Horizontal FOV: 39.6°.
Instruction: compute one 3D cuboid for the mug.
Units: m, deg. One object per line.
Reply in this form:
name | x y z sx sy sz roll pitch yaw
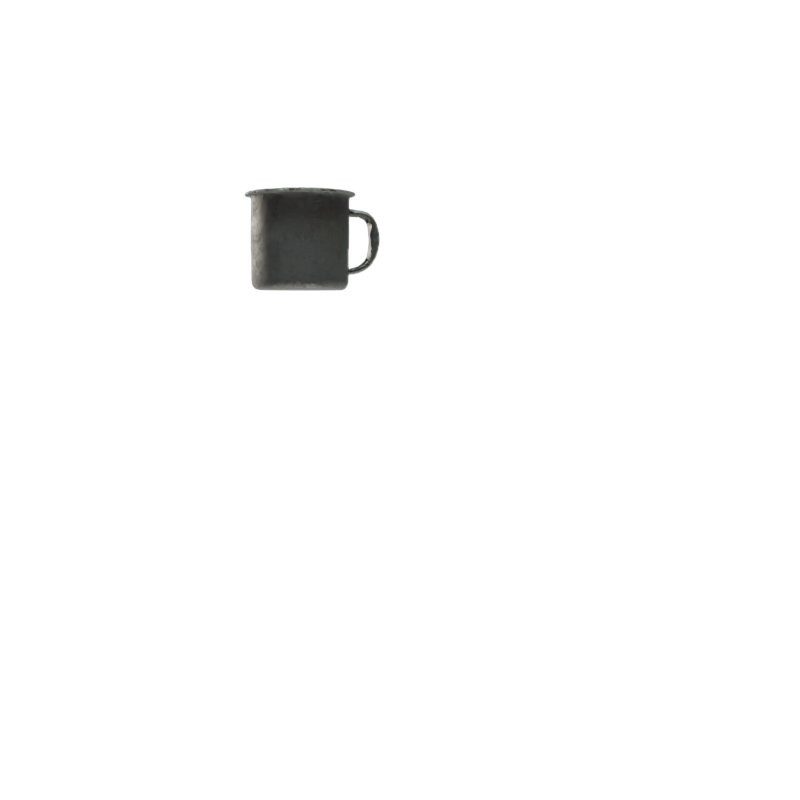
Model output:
mug | -0.073 -0.133 0.932 0.114 0.082 0.096 -1 1 -23
